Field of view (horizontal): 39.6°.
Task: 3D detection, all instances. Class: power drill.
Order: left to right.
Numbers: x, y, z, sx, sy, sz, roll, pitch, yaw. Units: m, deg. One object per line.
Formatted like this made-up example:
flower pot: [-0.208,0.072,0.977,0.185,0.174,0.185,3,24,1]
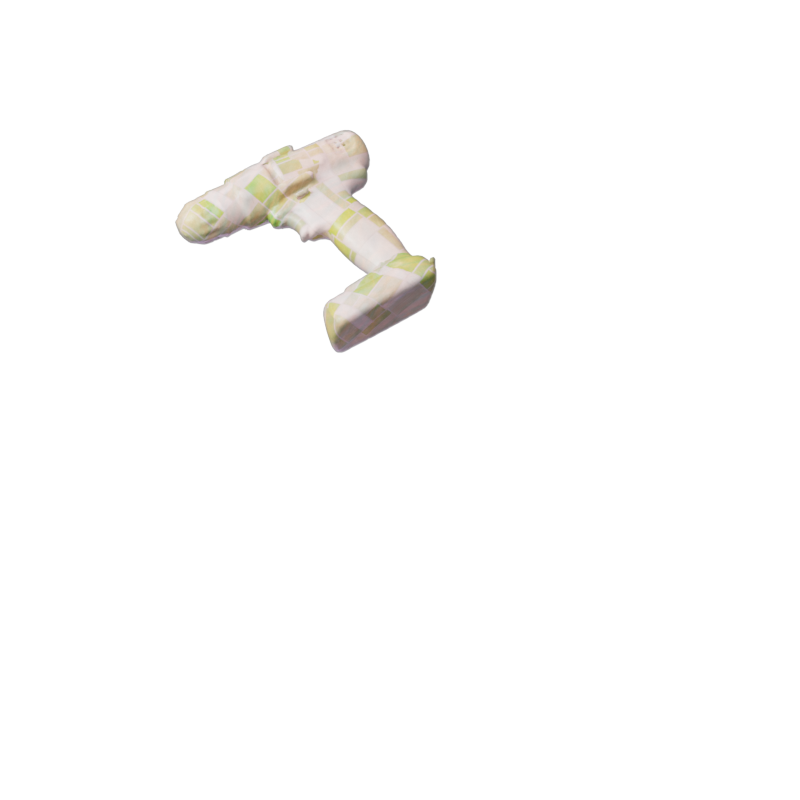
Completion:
power drill: [-0.073,-0.134,0.936,0.184,0.200,0.054,-28,-27,-16]
